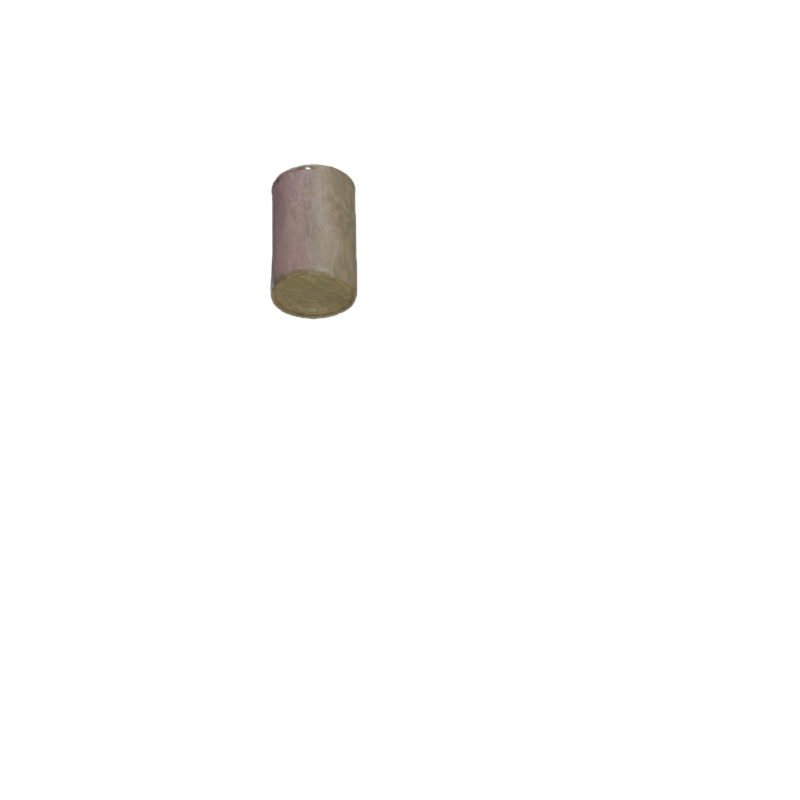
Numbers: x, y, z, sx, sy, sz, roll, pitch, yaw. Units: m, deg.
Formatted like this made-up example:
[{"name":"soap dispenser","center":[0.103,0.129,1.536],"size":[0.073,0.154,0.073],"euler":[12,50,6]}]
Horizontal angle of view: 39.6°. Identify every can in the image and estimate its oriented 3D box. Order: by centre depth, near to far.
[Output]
[{"name":"can","center":[-0.068,-0.123,0.863],"size":[0.068,0.109,0.064],"euler":[-1,-32,-2]}]
